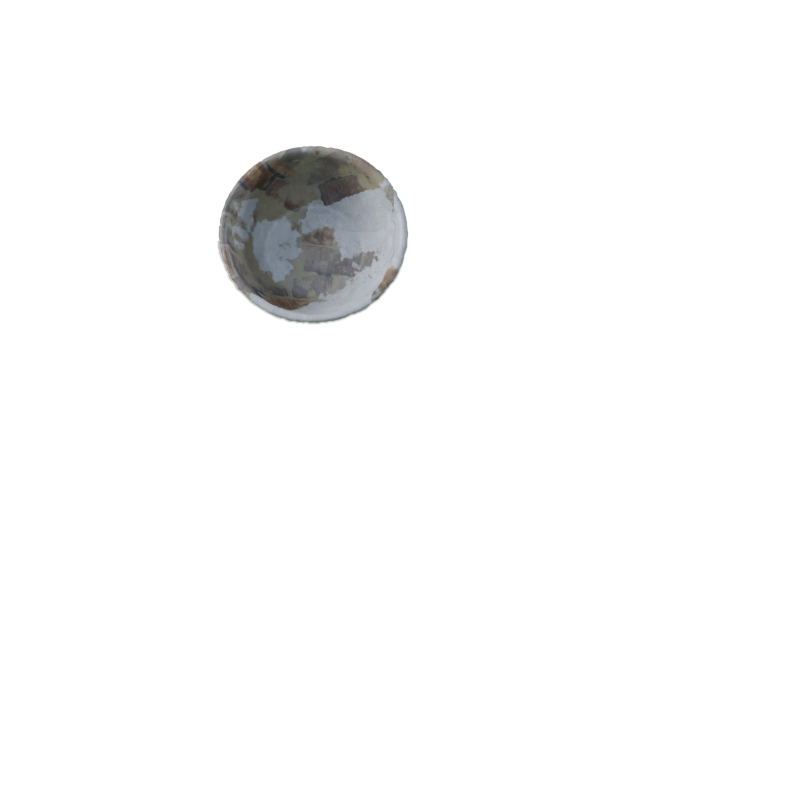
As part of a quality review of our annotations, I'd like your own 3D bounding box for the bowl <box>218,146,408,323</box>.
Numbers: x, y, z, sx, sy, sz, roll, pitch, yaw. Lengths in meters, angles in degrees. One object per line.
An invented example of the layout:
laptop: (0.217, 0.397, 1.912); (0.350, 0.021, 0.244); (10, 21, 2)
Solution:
bowl: (-0.076, -0.138, 0.969); (0.162, 0.169, 0.053); (-1, -18, -1)
